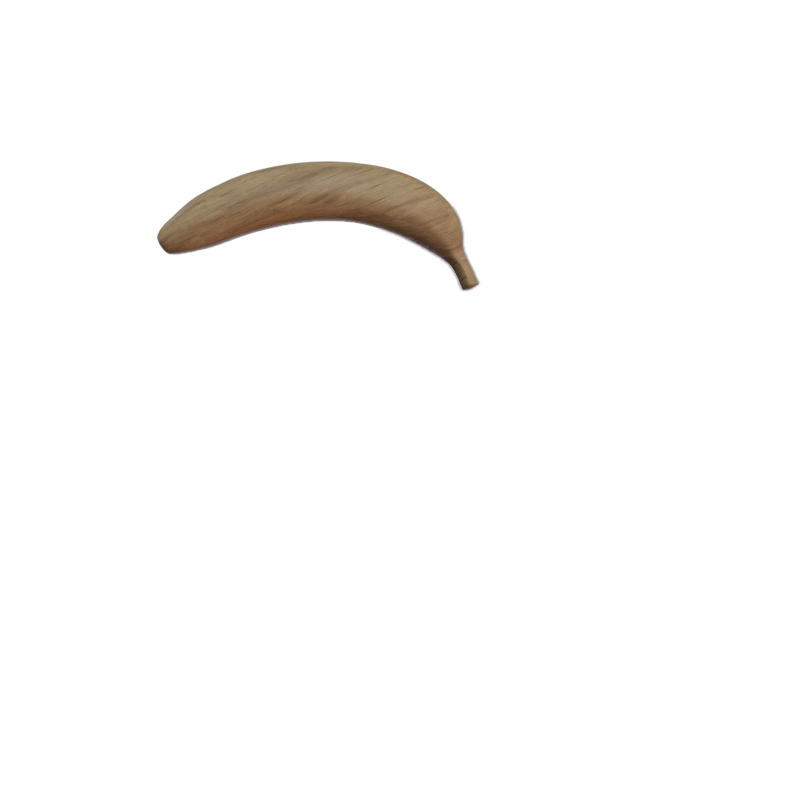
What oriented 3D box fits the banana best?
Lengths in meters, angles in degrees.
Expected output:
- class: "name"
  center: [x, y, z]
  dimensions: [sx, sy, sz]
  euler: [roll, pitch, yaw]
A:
- class: "banana"
  center: [-0.047, -0.113, 0.677]
  dimensions: [0.198, 0.072, 0.035]
  euler: [7, -18, 2]
